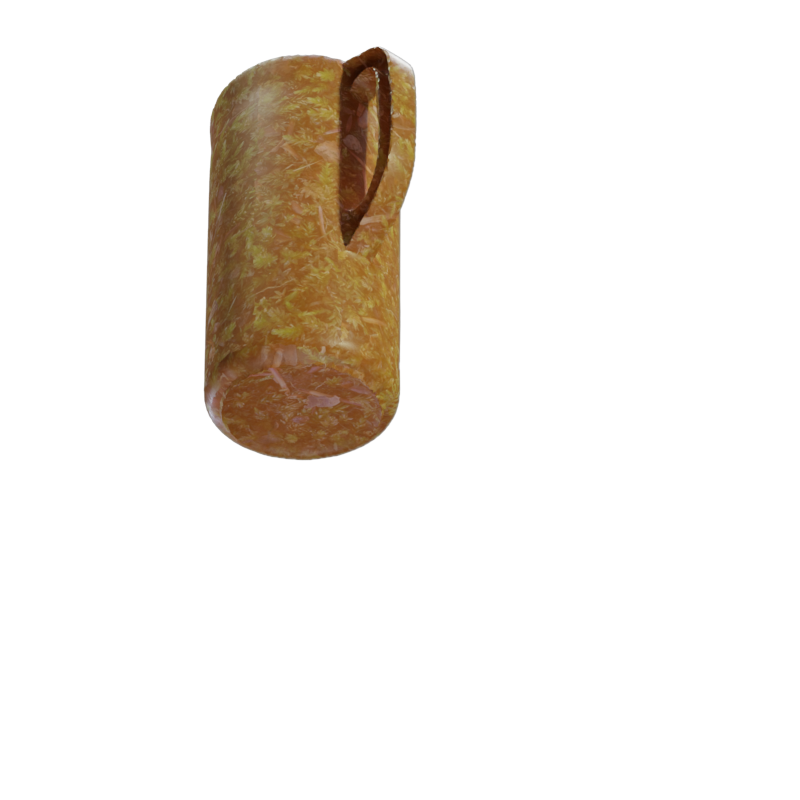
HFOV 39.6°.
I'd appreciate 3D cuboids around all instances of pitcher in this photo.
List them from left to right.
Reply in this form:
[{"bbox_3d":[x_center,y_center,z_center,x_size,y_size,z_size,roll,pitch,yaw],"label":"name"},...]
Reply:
[{"bbox_3d":[-0.053,-0.097,0.678,0.146,0.261,0.138,-7,-41,4],"label":"pitcher"}]
